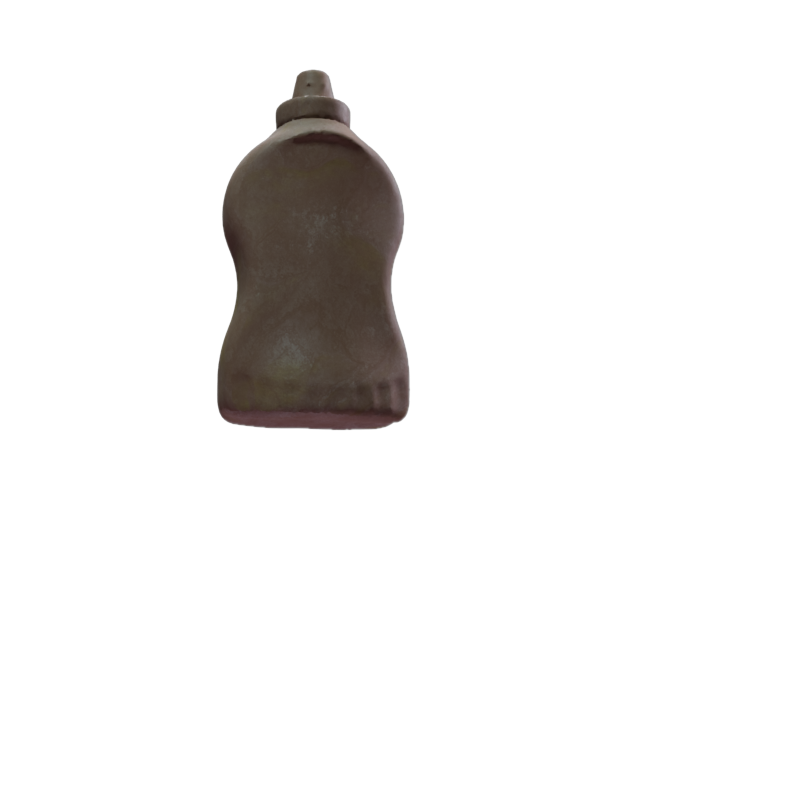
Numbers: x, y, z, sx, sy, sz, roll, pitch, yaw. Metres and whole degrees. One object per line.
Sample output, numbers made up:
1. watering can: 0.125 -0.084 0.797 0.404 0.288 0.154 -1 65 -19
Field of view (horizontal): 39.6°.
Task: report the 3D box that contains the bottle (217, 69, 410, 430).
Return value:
1. bottle: -0.046 -0.083 0.584 0.094 0.199 0.057 2 -15 -13
